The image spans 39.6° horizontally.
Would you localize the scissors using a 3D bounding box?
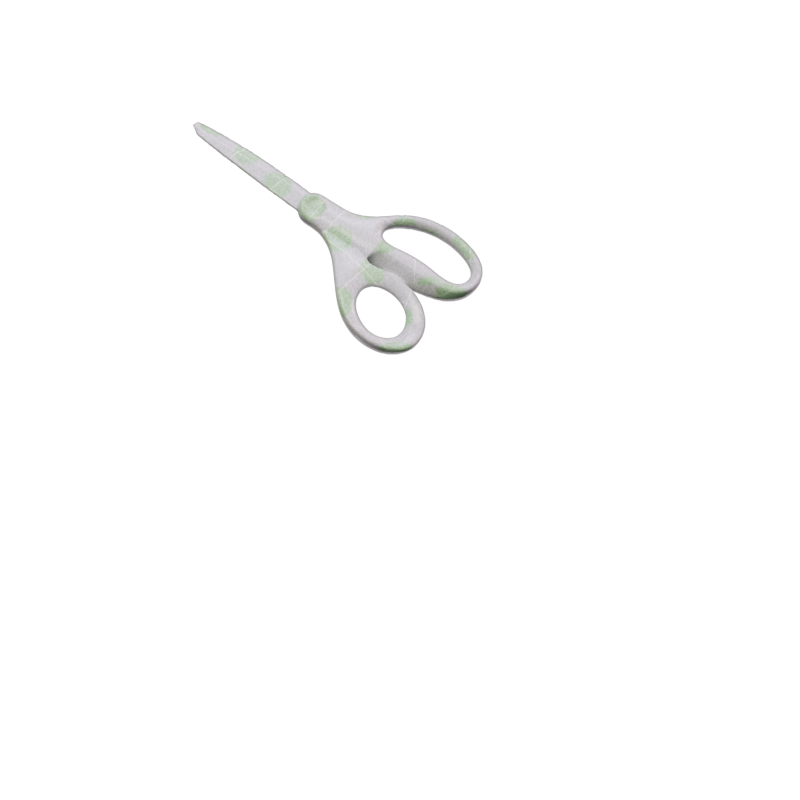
[{"bbox_3d":[-0.052,-0.095,0.665,0.206,0.099,0.015,22,-22,9],"label":"scissors"}]
